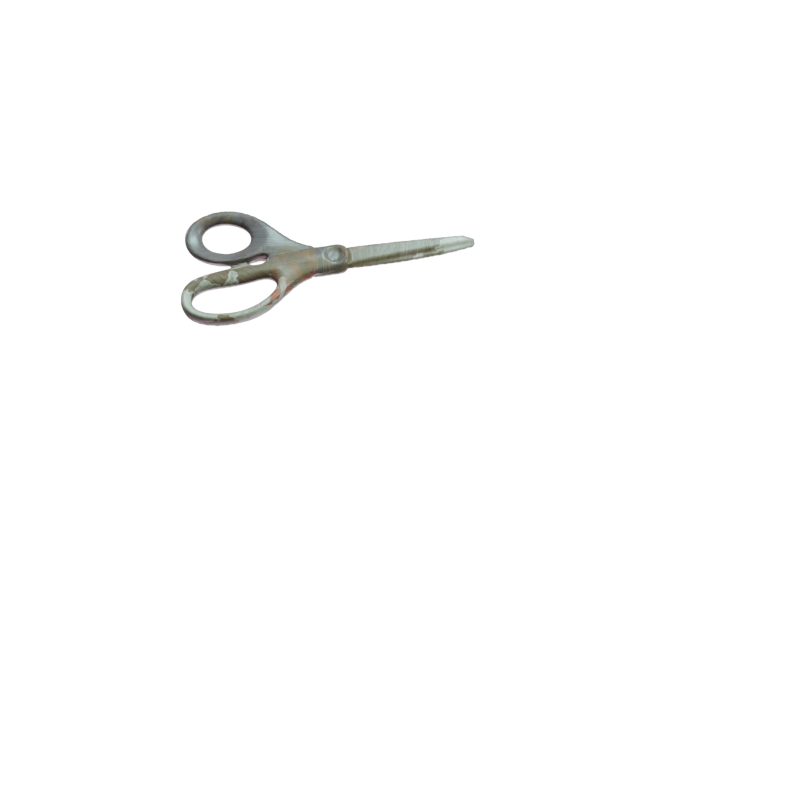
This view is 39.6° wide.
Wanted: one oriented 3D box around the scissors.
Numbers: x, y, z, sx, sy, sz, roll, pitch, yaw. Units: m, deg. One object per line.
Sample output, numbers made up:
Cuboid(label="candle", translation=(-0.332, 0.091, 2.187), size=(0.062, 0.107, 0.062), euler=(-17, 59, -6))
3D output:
Cuboid(label="scissors", translation=(-0.060, -0.109, 0.763), size=(0.201, 0.103, 0.015), euler=(-22, -30, -14))
